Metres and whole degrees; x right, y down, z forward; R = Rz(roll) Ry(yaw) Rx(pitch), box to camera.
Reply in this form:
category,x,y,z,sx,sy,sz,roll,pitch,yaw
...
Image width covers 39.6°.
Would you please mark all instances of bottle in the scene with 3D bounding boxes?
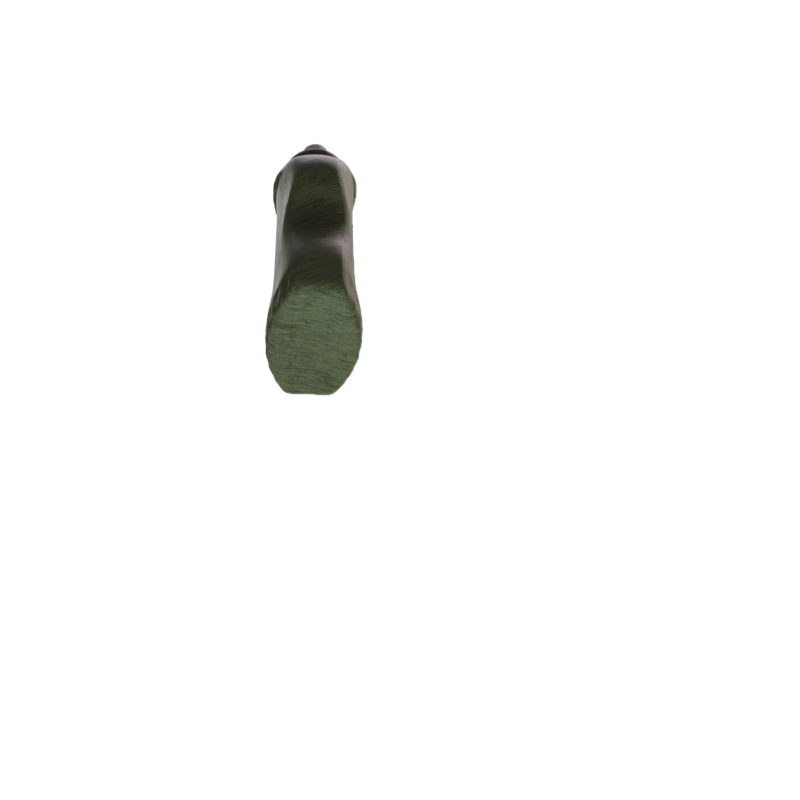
category,x,y,z,sx,sy,sz,roll,pitch,yaw
bottle,-0.056,-0.103,0.723,0.058,0.206,0.090,1,-44,-5
